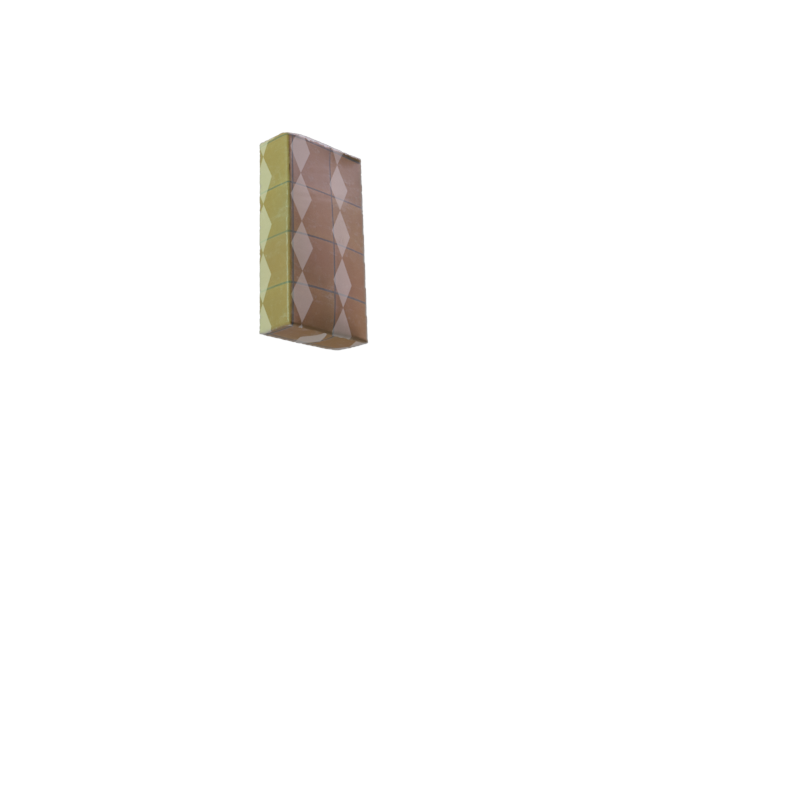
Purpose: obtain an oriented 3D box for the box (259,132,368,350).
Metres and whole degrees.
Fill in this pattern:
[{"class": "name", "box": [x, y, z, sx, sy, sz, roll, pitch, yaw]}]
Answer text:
[{"class": "box", "box": [-0.075, -0.137, 0.957, 0.088, 0.184, 0.049, 15, -24, -42]}]
